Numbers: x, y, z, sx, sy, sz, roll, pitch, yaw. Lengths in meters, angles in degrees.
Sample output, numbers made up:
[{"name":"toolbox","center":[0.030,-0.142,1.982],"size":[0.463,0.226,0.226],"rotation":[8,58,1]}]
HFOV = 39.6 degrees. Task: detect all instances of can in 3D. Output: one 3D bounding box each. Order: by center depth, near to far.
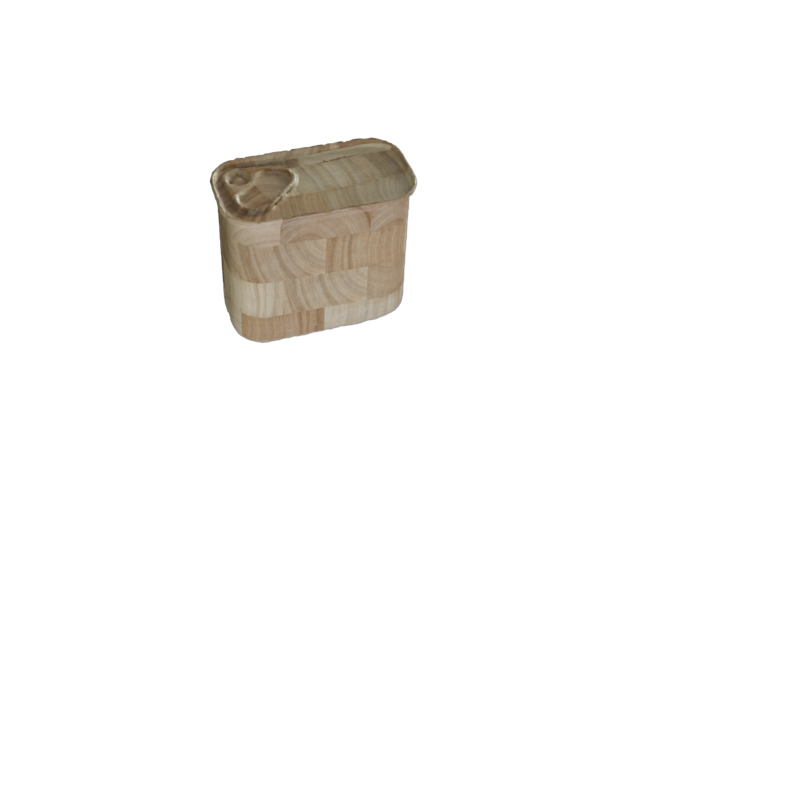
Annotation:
[{"name":"can","center":[-0.046,-0.083,0.584],"size":[0.101,0.078,0.062],"rotation":[-11,45,-14]}]
